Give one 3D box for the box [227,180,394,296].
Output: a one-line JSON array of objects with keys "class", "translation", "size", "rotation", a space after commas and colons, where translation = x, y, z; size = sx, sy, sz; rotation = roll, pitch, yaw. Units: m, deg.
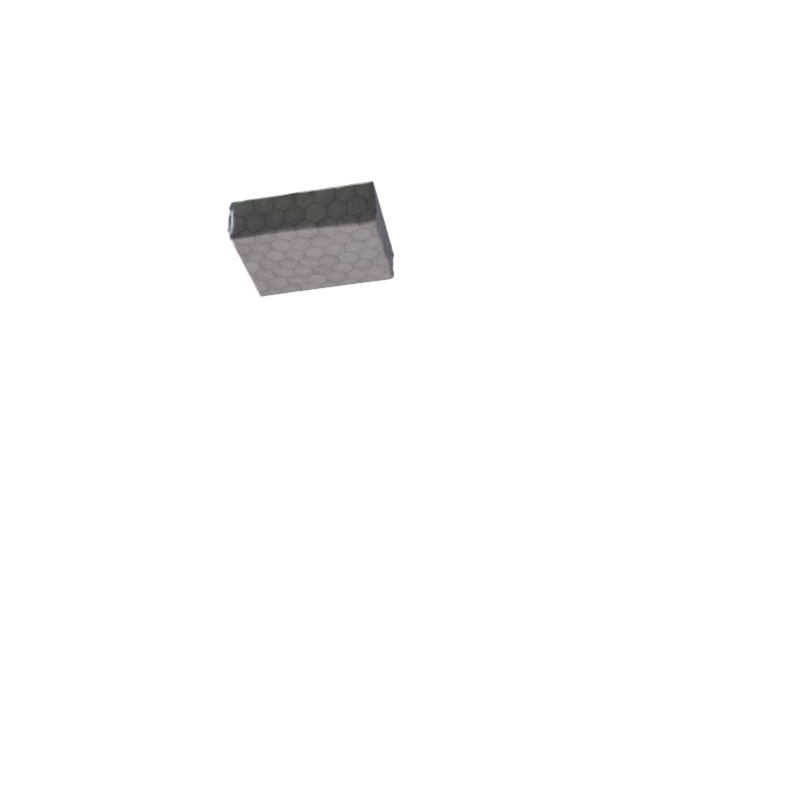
[{"class": "box", "translation": [-0.067, -0.122, 0.851], "size": [0.115, 0.041, 0.084], "rotation": [-5, -27, 9]}]
